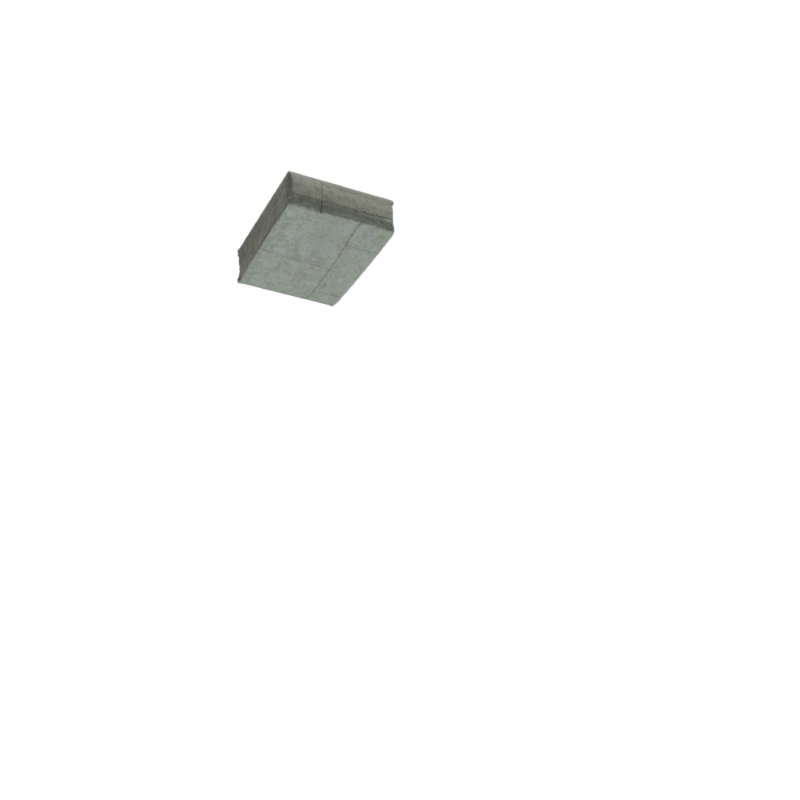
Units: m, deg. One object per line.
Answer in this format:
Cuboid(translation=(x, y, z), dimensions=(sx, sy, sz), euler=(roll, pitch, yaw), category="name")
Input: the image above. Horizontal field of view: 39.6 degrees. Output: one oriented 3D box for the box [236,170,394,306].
Cuboid(translation=(-0.068, -0.125, 0.875), dimensions=(0.087, 0.042, 0.110), euler=(16, -38, -22), category="box")
